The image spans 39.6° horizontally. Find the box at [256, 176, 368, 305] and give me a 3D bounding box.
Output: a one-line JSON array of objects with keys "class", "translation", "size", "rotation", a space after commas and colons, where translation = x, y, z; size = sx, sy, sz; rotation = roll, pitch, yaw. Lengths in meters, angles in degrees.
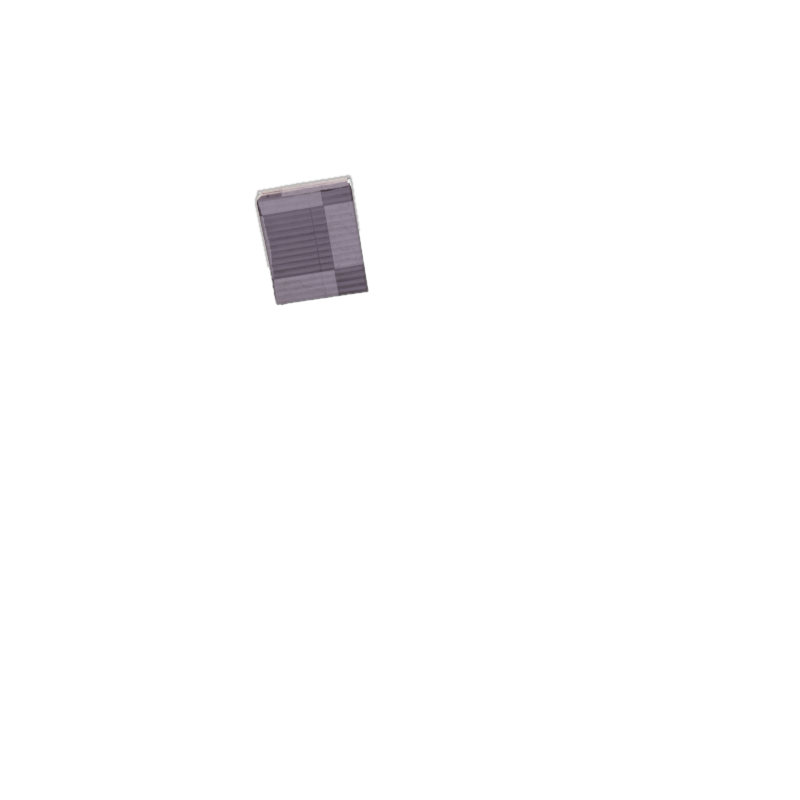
[{"class": "box", "translation": [-0.067, -0.121, 0.851], "size": [0.073, 0.085, 0.031], "rotation": [-9, 19, 2]}]
